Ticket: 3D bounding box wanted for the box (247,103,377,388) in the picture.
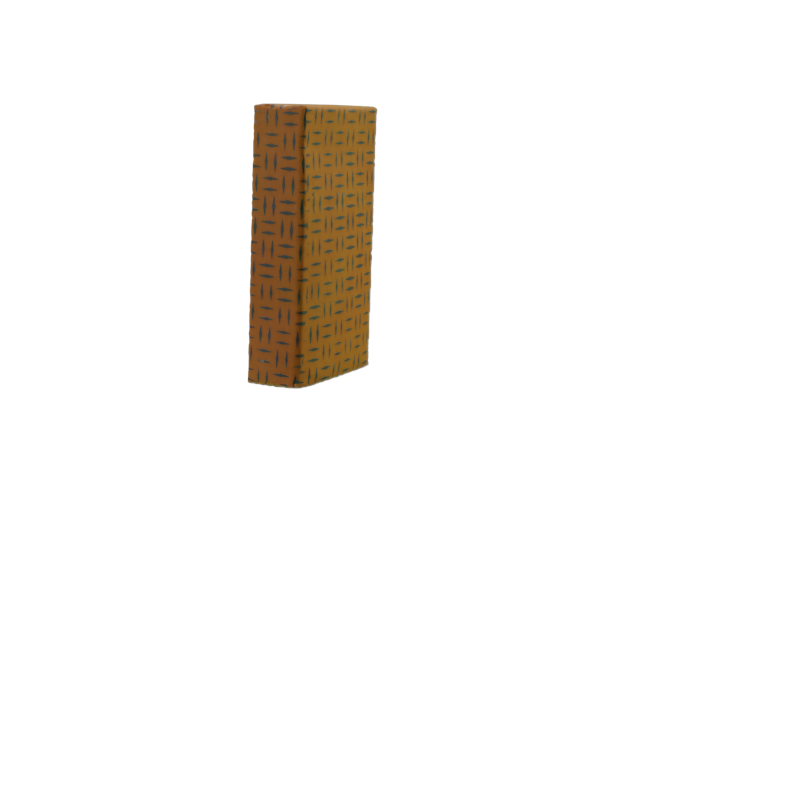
[{"bbox_3d":[-0.056,-0.102,0.715,0.050,0.174,0.091,4,8,28],"label":"box"}]
